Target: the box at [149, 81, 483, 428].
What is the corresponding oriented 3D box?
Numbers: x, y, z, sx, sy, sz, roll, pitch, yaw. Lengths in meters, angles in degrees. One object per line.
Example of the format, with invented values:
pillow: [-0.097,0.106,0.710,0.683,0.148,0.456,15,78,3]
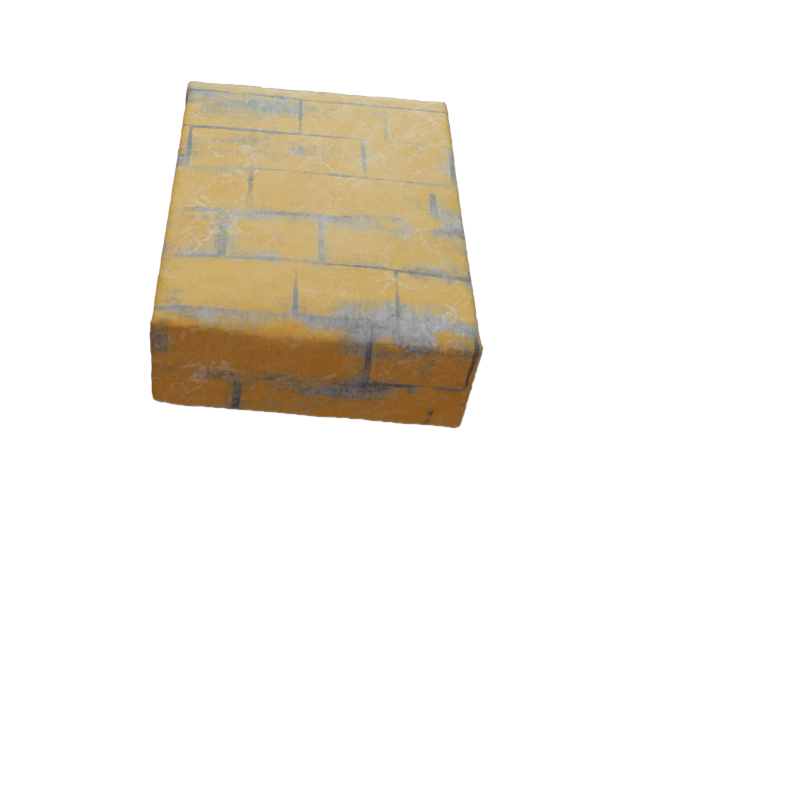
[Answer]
box: [-0.049,-0.090,0.631,0.163,0.067,0.230,3,45,-6]
